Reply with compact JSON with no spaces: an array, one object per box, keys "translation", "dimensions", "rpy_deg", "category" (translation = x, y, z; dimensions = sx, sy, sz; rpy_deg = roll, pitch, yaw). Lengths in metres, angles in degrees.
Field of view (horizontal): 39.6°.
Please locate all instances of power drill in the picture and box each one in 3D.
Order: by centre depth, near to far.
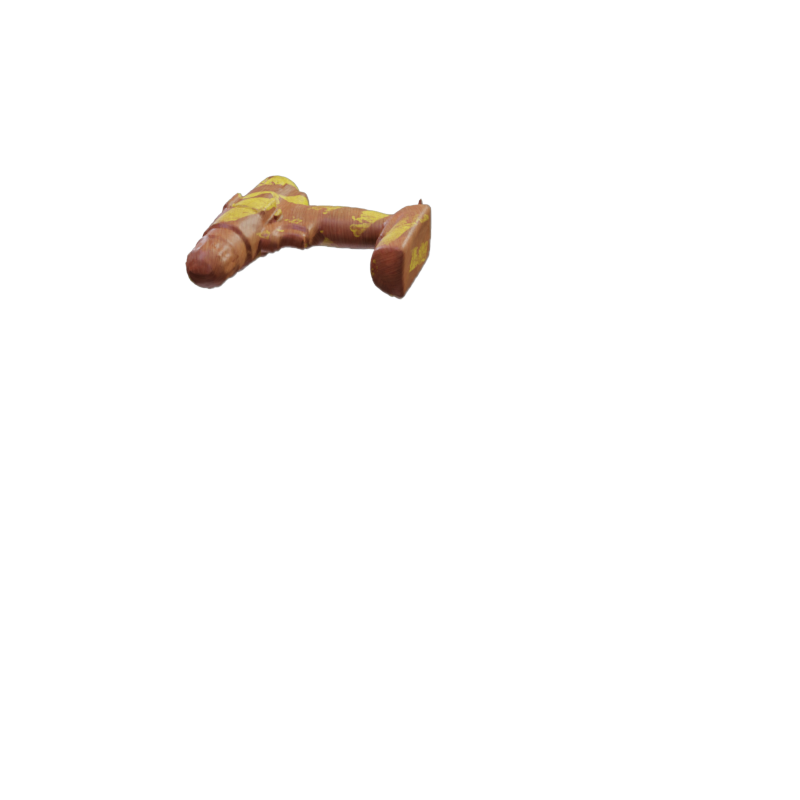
[{"translation":[-0.077,-0.140,0.980],"dimensions":[0.193,0.054,0.191],"rpy_deg":[11,36,16],"category":"power drill"}]
